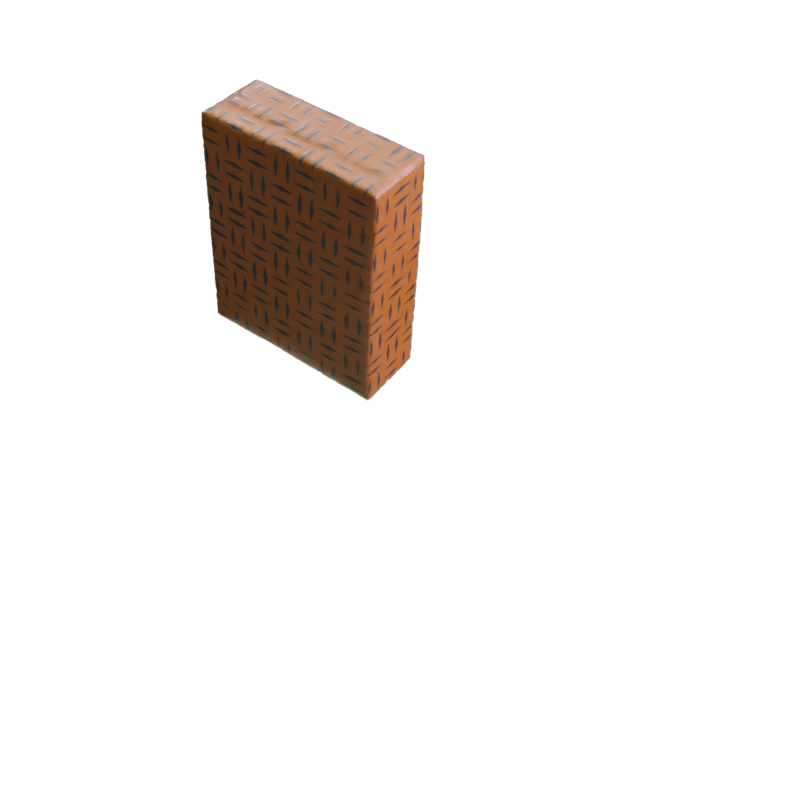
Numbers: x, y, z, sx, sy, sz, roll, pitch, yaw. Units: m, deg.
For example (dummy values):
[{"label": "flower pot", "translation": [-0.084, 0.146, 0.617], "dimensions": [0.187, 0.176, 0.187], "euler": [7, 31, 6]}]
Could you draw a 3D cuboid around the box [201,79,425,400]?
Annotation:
[{"label": "box", "translation": [-0.068, -0.124, 0.870], "dimensions": [0.173, 0.199, 0.073], "euler": [30, 51, 25]}]
